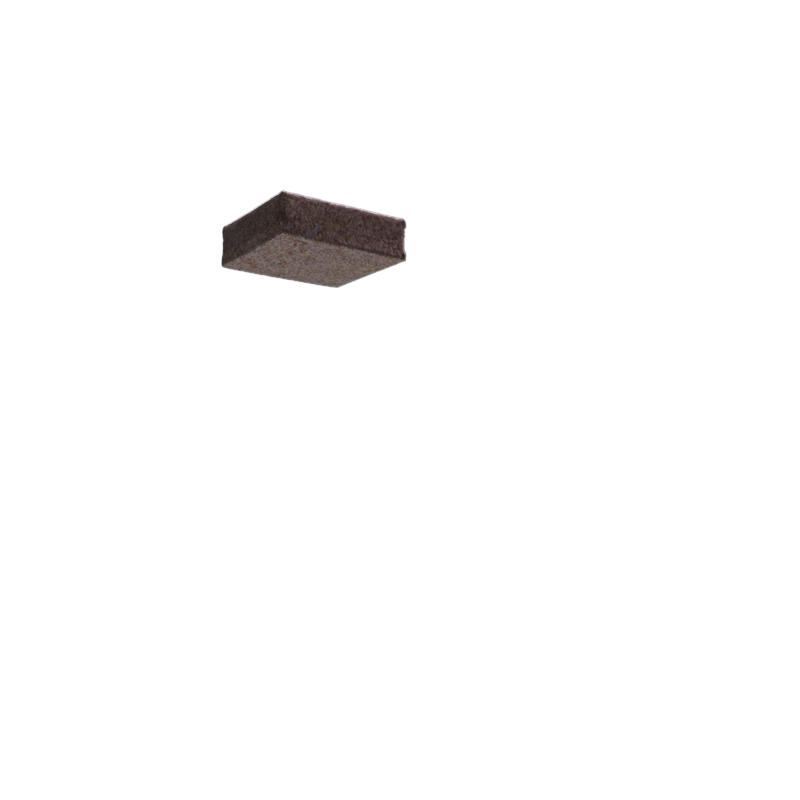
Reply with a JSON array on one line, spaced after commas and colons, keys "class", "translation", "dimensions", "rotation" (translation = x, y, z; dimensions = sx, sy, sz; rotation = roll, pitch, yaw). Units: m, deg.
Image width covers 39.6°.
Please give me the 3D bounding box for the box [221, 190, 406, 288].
[{"class": "box", "translation": [-0.052, -0.095, 0.667], "dimensions": [0.085, 0.031, 0.074], "rotation": [8, -14, -33]}]
